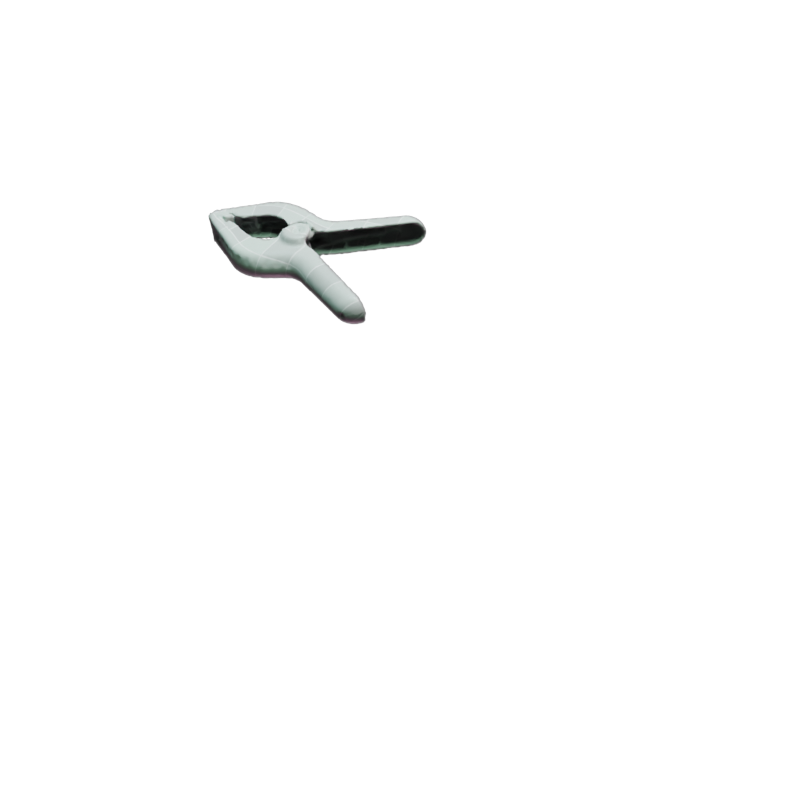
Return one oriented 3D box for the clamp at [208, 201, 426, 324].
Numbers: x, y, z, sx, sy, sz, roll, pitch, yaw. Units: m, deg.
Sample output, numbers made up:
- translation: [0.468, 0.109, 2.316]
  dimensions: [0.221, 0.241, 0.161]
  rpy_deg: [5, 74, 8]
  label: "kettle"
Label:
- translation: [-0.068, -0.125, 0.873]
  dimensions: [0.181, 0.037, 0.122]
  rpy_deg: [25, 45, 27]
  label: "clamp"
